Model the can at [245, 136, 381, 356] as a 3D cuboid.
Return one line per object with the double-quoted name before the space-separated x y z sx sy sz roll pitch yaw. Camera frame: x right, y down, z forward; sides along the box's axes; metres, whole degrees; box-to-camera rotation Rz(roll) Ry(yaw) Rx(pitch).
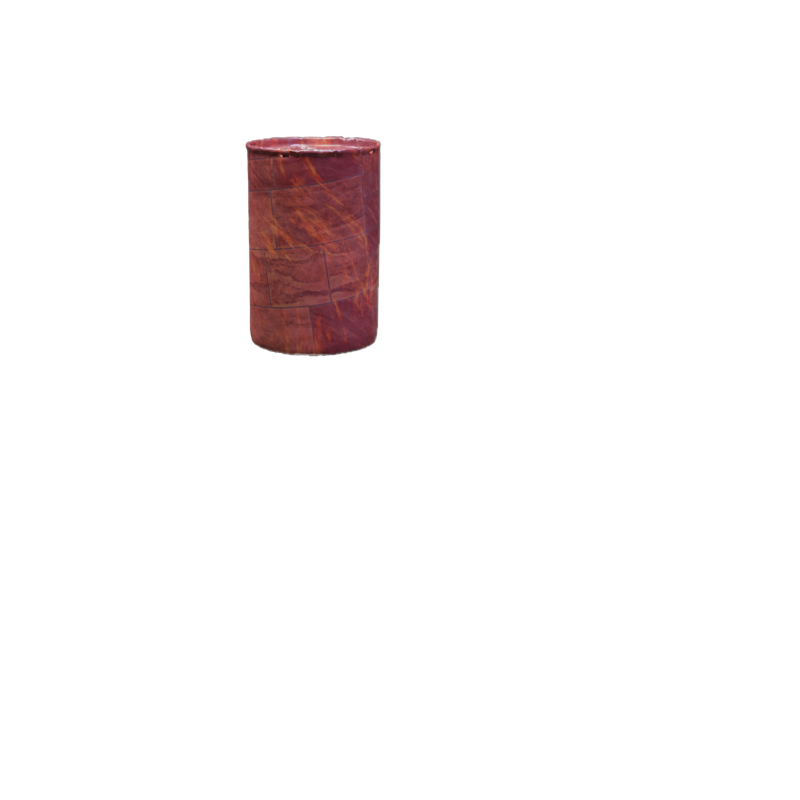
"can" -0.044 -0.080 0.564 0.068 0.099 0.071 0 14 -2
